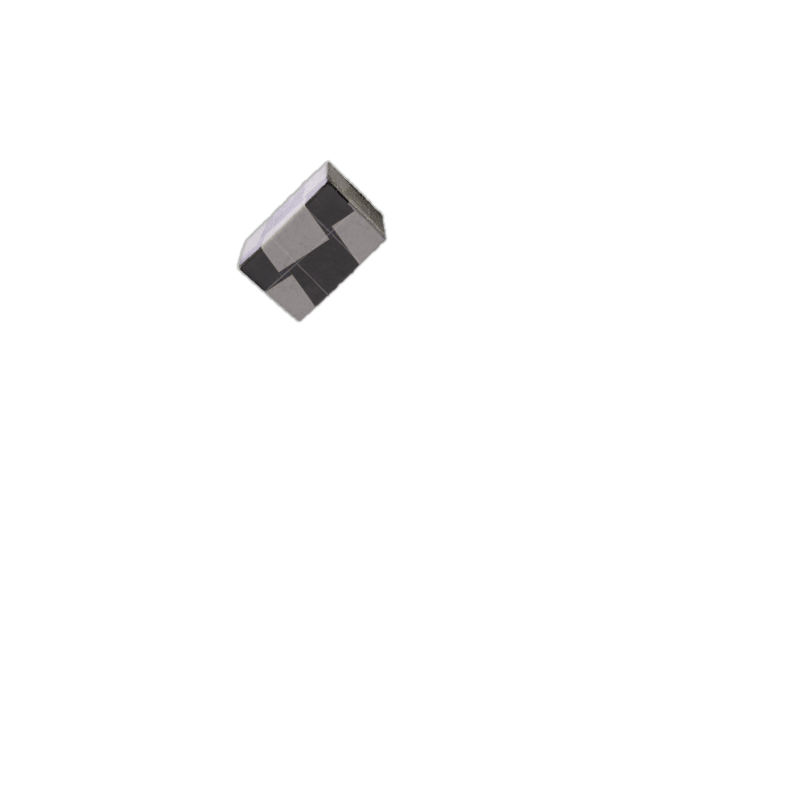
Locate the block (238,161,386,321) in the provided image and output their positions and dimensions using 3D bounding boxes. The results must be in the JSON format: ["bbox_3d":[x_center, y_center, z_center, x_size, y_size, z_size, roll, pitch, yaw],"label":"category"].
[{"bbox_3d":[-0.054,-0.098,0.685,0.077,0.051,0.054,-42,17,13],"label":"block"}]
